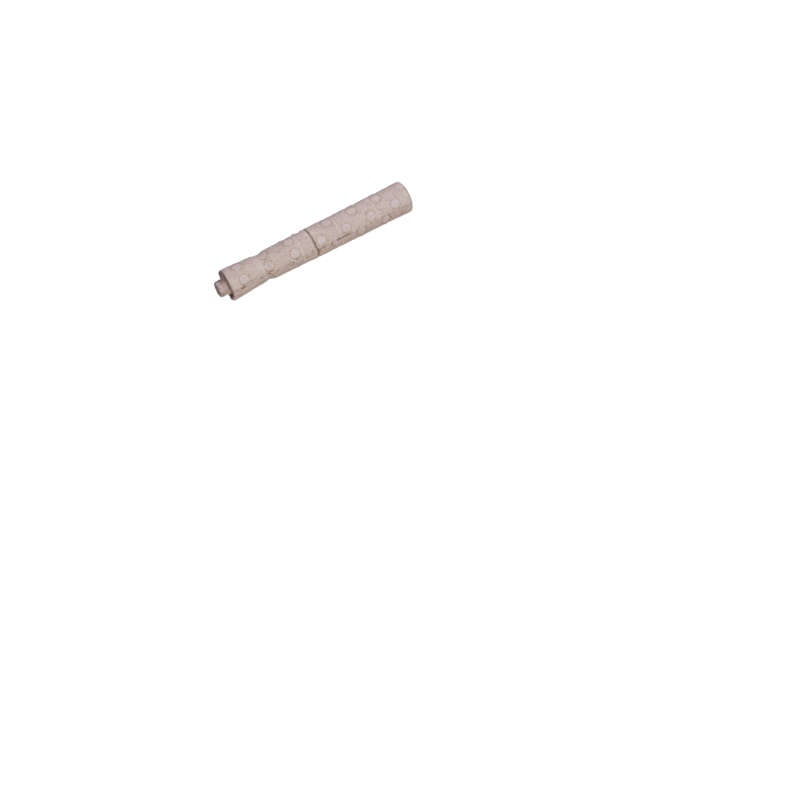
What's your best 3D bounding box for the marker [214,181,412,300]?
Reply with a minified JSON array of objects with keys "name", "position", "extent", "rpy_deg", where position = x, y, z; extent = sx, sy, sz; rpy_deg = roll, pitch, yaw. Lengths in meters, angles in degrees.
[{"name":"marker","position":[-0.048,-0.088,0.614],"extent":[0.121,0.019,0.020],"rpy_deg":[-29,13,-16]}]
